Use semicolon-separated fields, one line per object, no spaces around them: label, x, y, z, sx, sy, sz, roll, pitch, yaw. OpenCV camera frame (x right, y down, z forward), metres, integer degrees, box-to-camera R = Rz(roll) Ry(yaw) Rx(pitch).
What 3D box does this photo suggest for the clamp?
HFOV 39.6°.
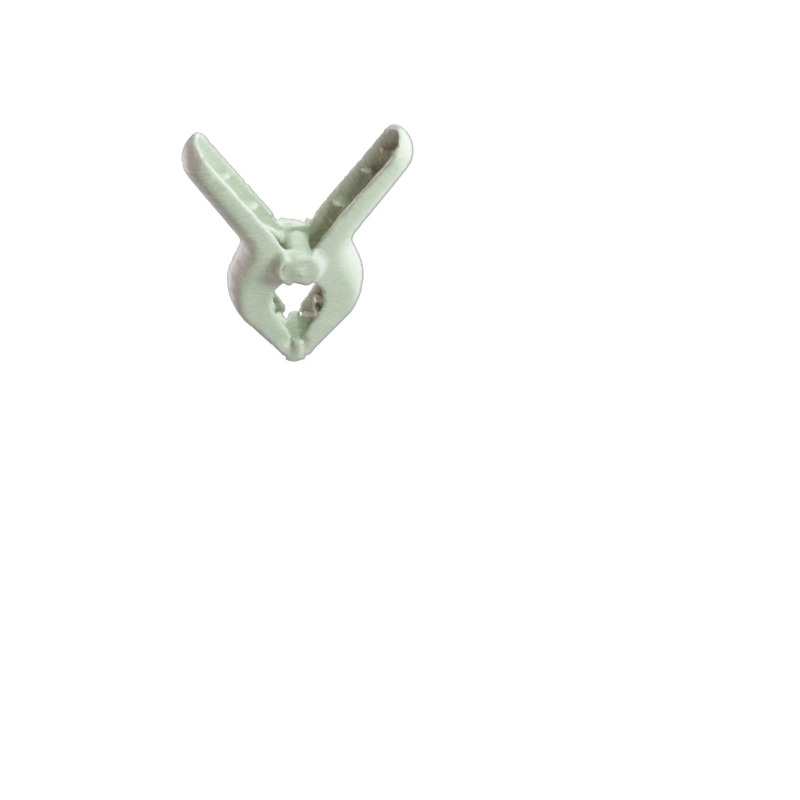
clamp;-0.049;-0.089;0.626;0.121;0.042;0.159;-3;-39;4
